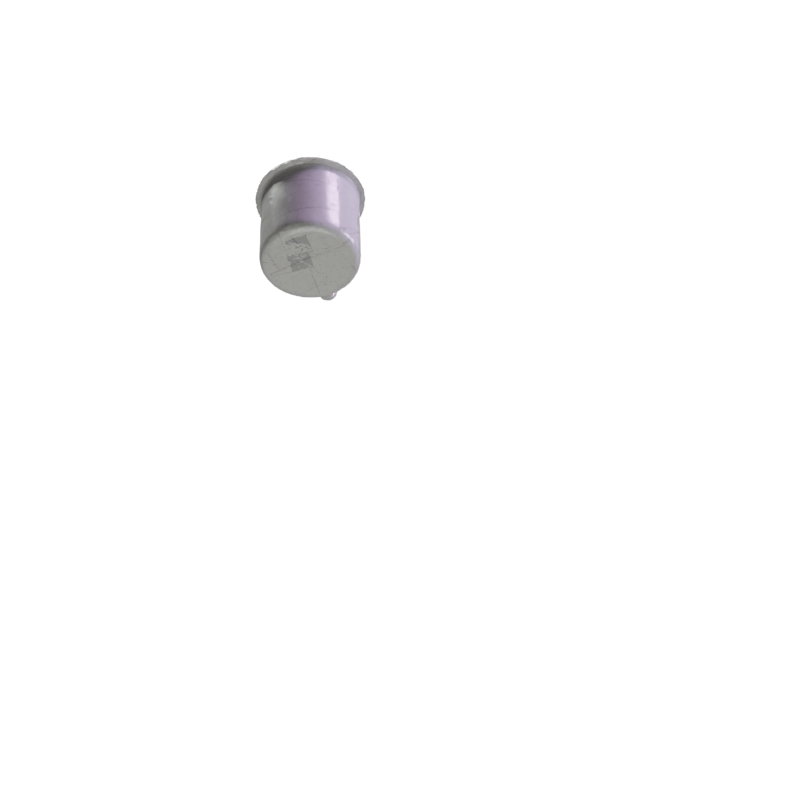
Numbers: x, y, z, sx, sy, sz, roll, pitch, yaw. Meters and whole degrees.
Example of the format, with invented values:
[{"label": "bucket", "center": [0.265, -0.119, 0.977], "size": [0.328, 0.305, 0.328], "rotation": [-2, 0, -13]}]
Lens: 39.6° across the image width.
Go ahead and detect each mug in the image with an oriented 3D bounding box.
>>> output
[{"label": "mug", "center": [-0.072, -0.131, 0.919], "size": [0.094, 0.087, 0.108], "rotation": [-8, -45, 6]}]
